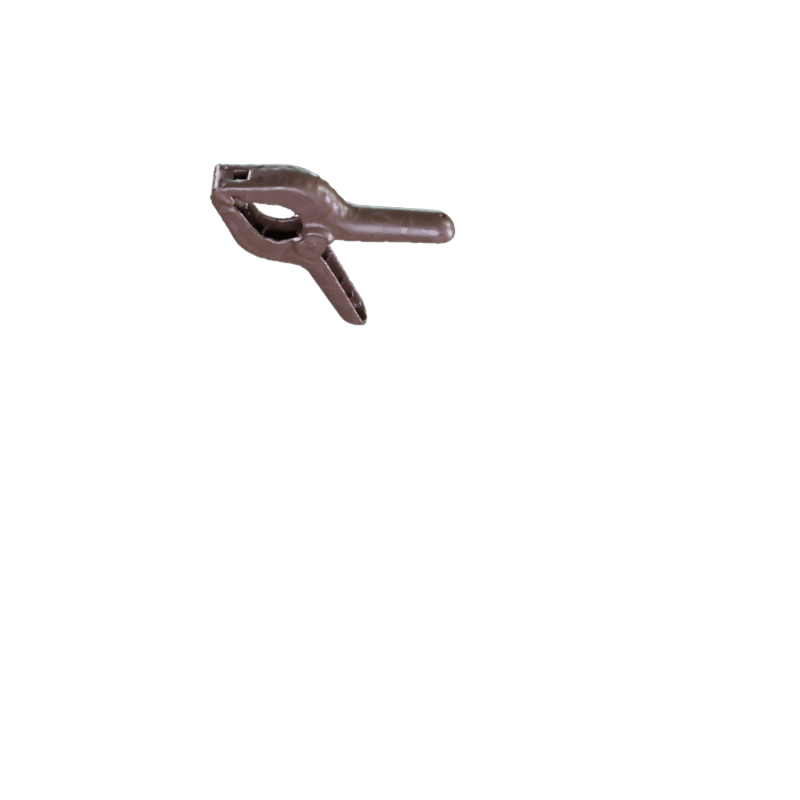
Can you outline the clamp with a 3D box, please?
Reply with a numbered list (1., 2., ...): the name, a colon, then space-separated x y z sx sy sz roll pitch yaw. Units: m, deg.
1. clamp: -0.061 -0.112 0.784 0.166 0.116 0.042 20 37 -16
